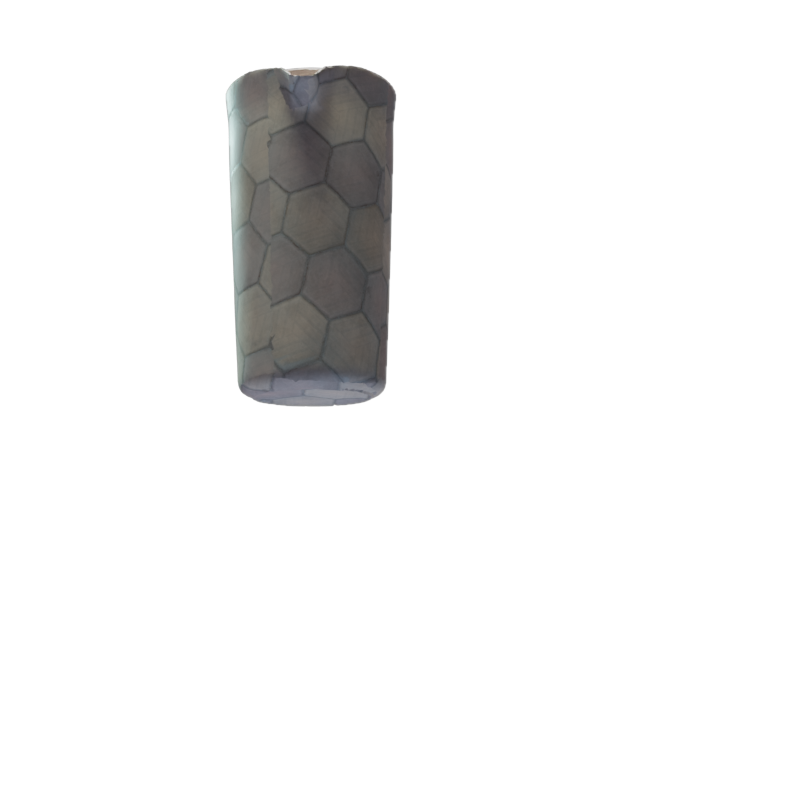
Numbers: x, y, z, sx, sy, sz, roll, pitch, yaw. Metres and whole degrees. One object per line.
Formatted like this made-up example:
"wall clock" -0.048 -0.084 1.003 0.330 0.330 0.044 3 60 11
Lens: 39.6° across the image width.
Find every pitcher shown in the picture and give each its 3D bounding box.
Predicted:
"pitcher" -0.066 -0.121 0.846 0.141 0.252 0.148 13 -19 -43
